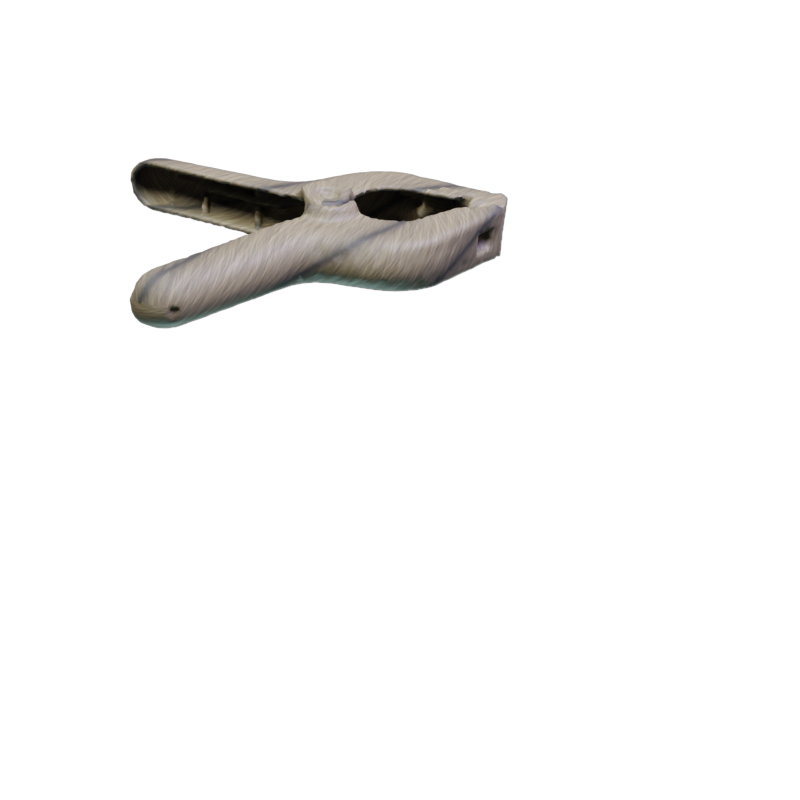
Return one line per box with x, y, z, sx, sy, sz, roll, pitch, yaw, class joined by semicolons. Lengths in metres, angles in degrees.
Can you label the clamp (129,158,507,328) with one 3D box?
-0.037;-0.068;0.474;0.171;0.037;0.129;0;40;0;clamp
